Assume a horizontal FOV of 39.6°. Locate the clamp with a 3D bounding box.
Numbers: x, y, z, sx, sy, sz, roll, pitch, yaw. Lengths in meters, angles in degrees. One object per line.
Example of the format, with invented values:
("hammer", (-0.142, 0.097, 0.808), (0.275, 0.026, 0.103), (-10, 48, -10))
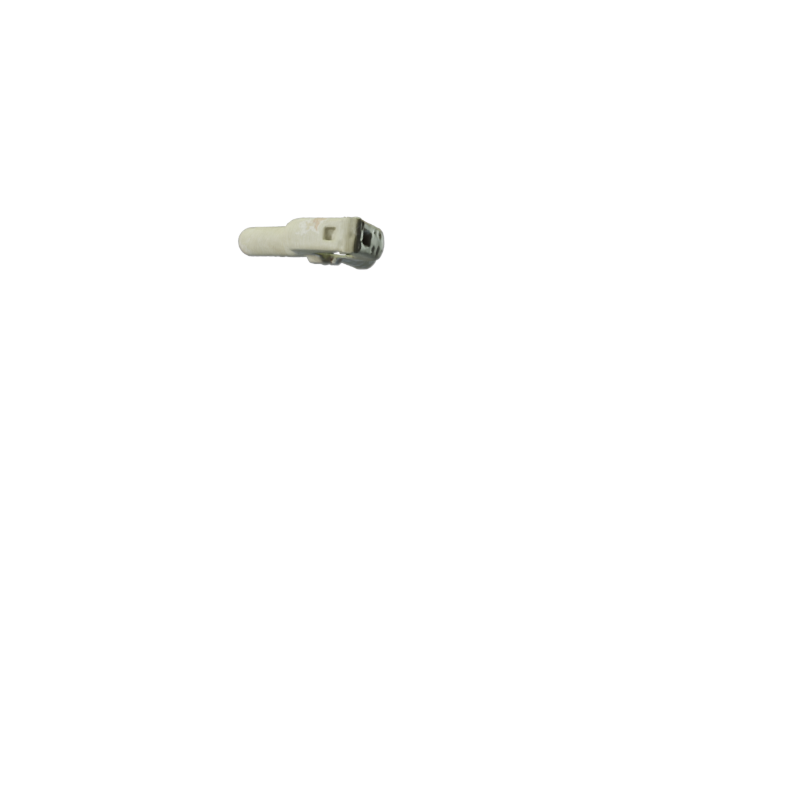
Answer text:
("clamp", (-0.070, -0.127, 0.888), (0.119, 0.040, 0.171), (0, 0, -7))
